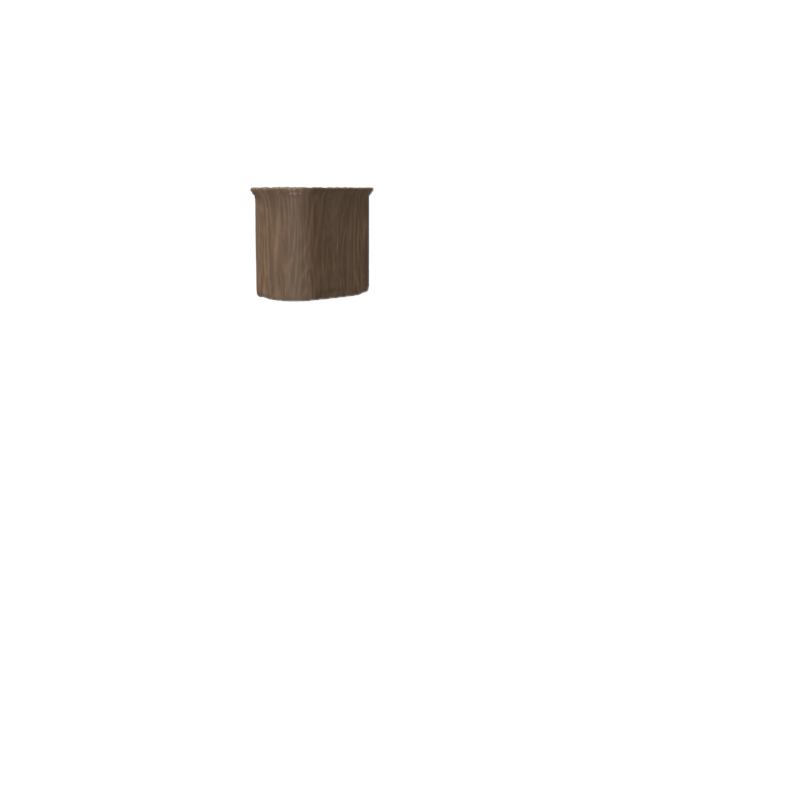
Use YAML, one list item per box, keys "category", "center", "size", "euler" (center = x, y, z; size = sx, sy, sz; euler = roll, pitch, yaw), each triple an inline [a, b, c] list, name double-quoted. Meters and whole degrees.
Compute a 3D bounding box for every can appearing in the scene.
- category: "can"
  center: [-0.066, -0.121, 0.848]
  size: [0.060, 0.083, 0.099]
  euler: [4, 8, 37]
